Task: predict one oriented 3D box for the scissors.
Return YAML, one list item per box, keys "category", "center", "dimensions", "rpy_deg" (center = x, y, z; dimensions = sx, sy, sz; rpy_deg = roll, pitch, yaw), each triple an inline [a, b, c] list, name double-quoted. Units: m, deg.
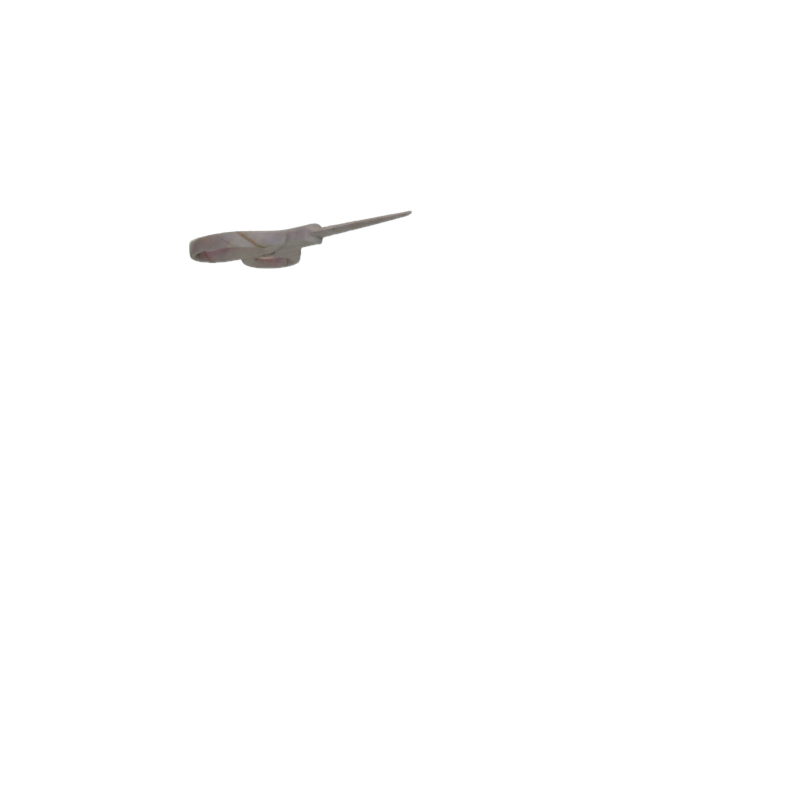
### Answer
- category: "scissors"
  center: [-0.066, -0.120, 0.838]
  dimensions: [0.207, 0.016, 0.092]
  rpy_deg: [-2, -5, 27]
